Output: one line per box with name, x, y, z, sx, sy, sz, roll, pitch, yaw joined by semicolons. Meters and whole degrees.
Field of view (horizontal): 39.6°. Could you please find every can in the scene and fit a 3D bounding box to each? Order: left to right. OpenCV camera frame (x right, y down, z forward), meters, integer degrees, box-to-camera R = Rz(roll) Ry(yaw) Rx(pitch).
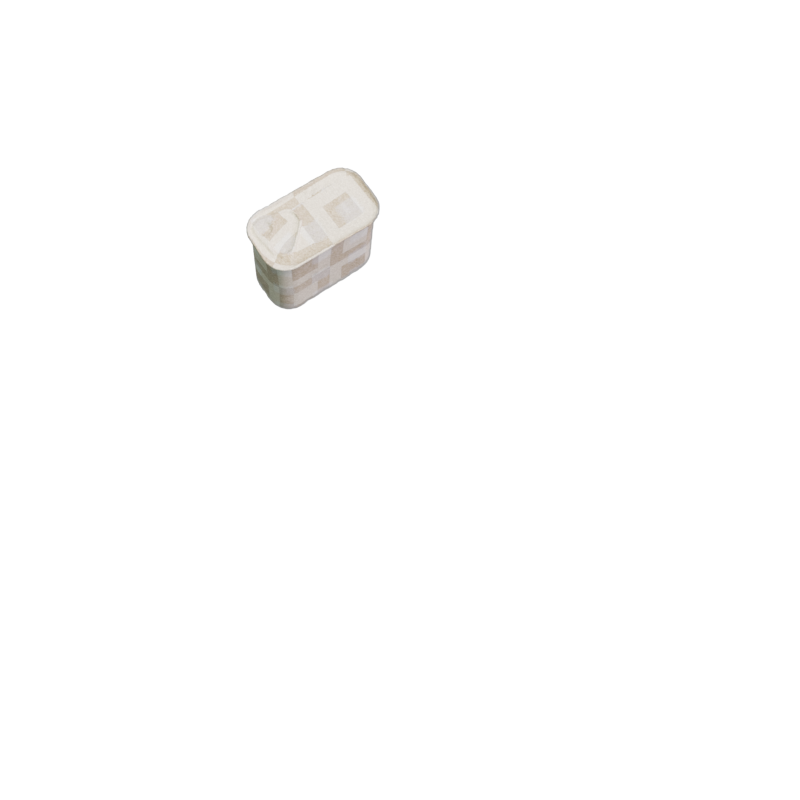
can;-0.069;-0.126;0.885;0.102;0.060;0.080;-32;-17;-14
